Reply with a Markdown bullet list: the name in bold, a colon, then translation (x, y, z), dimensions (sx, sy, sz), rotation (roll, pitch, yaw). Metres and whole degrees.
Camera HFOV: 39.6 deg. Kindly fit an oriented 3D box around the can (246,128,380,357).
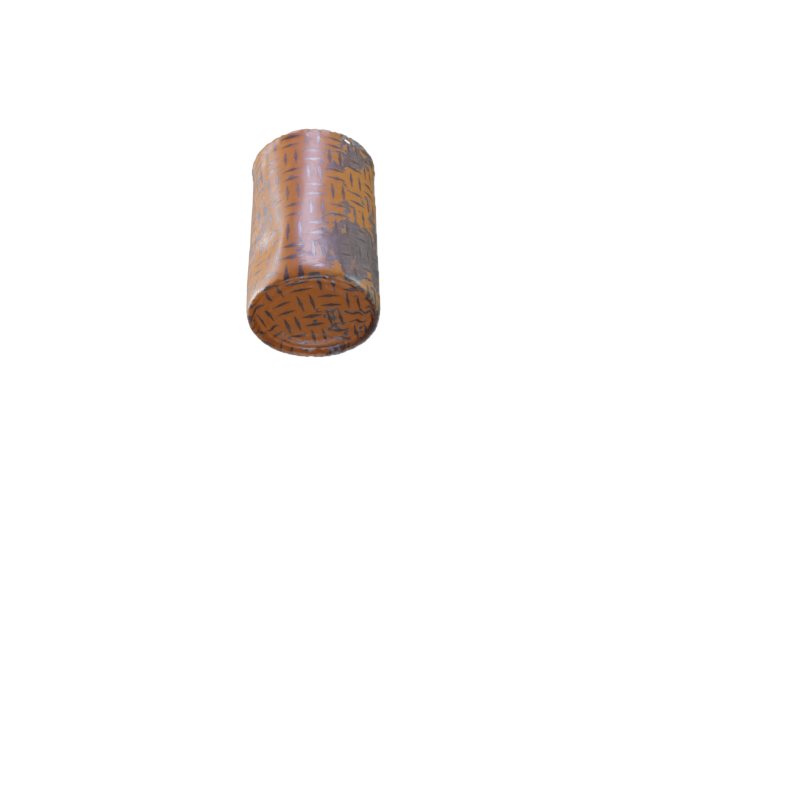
- **can**: translation (-0.045, -0.082, 0.577), dimensions (0.068, 0.110, 0.064), rotation (-1, -39, -3)
